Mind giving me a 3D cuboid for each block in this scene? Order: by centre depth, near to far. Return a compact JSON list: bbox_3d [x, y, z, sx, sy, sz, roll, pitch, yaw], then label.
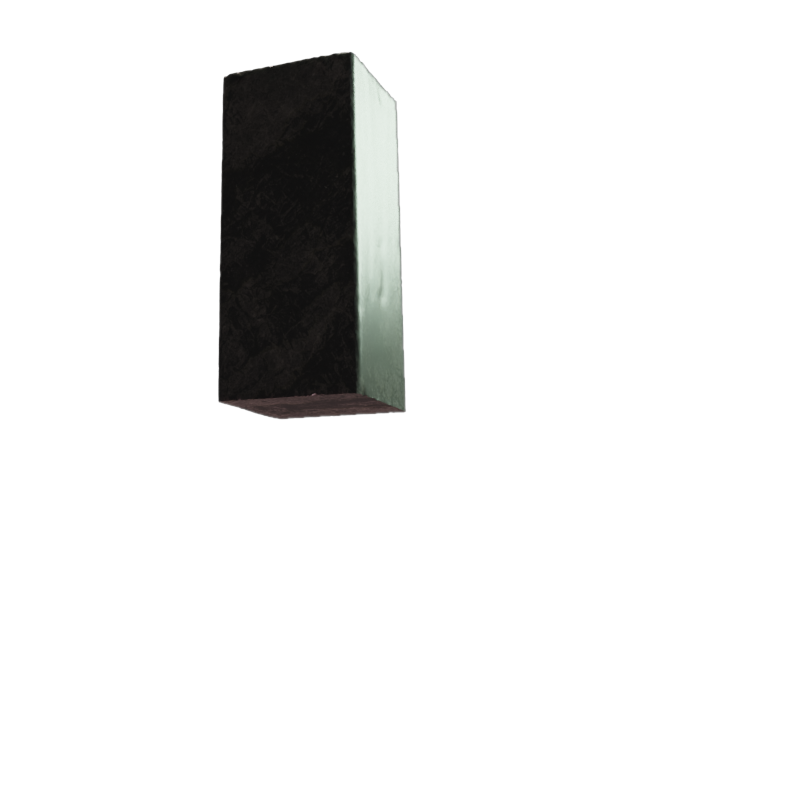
[{"bbox_3d":[-0.055,-0.099,0.690,0.092,0.214,0.085,-6,-16,20],"label":"block"}]
